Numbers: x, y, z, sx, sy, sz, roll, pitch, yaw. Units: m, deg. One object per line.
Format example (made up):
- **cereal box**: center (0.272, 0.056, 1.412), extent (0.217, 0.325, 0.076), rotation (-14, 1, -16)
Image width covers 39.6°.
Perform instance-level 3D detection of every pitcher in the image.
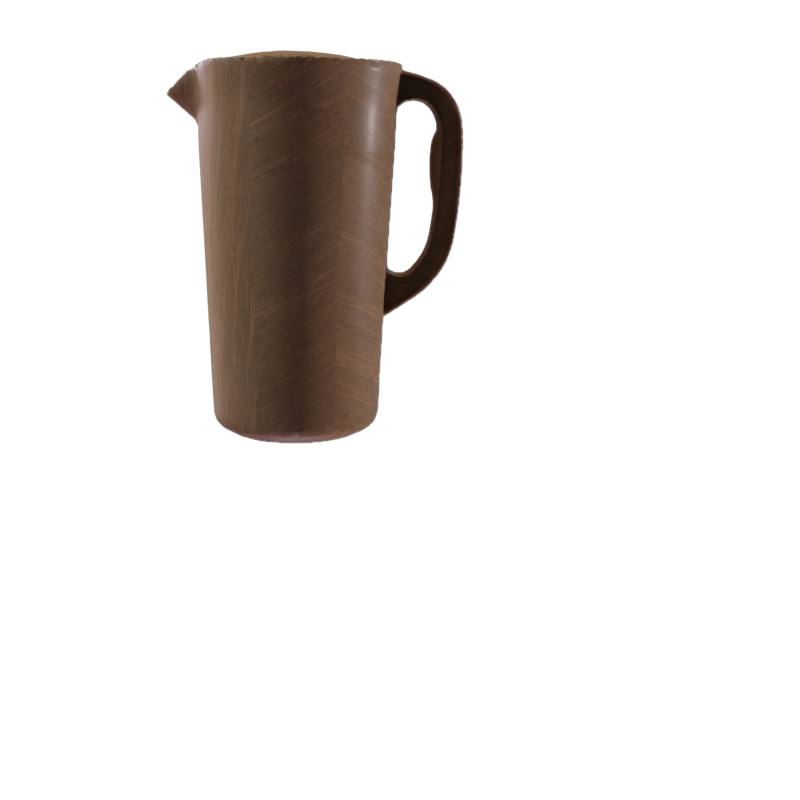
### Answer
- **pitcher**: center (-0.056, -0.102, 0.717), extent (0.156, 0.239, 0.141), rotation (8, 11, 43)
